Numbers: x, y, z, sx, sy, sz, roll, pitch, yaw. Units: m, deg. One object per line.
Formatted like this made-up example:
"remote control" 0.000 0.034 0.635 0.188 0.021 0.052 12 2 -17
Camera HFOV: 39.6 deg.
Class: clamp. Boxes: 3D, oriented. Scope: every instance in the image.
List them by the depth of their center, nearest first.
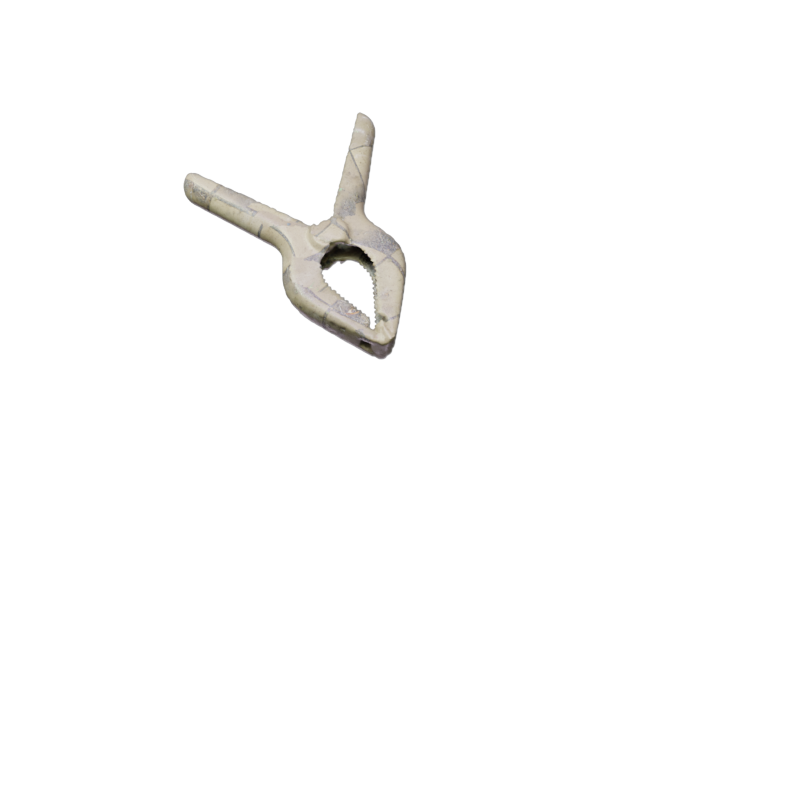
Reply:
"clamp" -0.067 -0.122 0.851 0.163 0.225 0.034 -17 -28 -10
